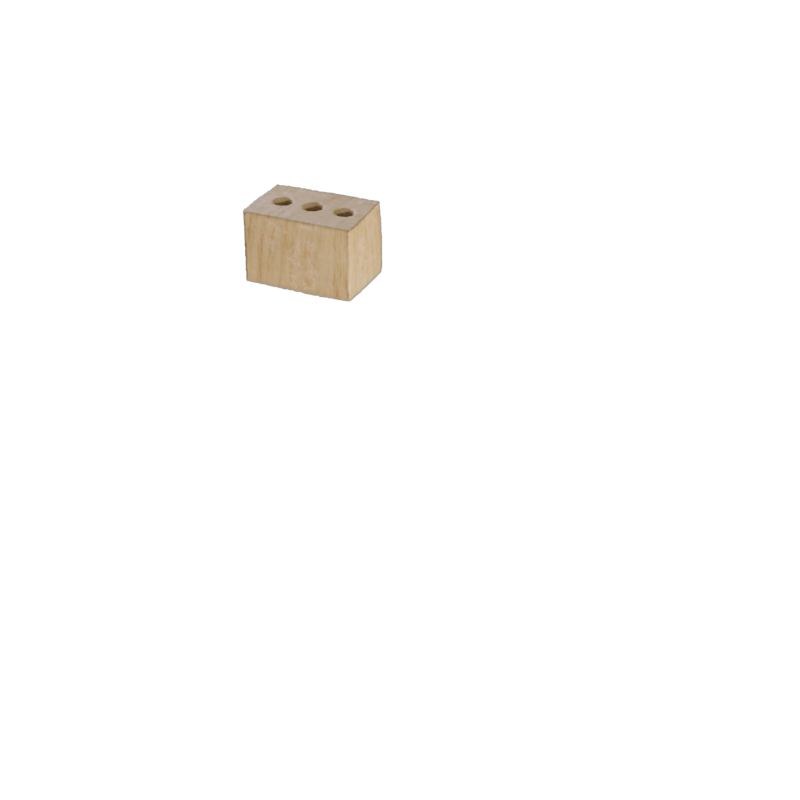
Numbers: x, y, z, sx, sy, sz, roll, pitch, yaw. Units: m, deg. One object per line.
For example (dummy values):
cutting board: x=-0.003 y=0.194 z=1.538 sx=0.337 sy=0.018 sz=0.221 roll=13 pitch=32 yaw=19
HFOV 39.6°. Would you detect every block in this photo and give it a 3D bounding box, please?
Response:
block: x=-0.057 y=-0.103 z=0.723 sx=0.081 sy=0.048 sz=0.054 roll=12 pitch=30 yaw=20
